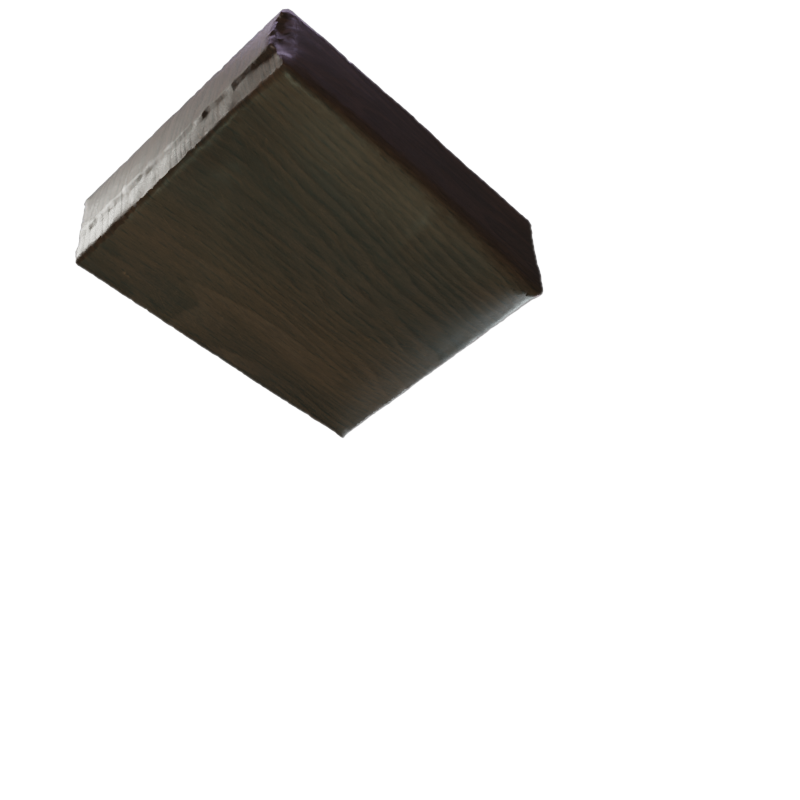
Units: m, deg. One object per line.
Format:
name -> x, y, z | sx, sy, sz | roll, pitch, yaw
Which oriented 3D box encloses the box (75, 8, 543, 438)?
box -> -0.026, -0.048, 0.335 | 0.089, 0.042, 0.107 | -37, -59, 26
